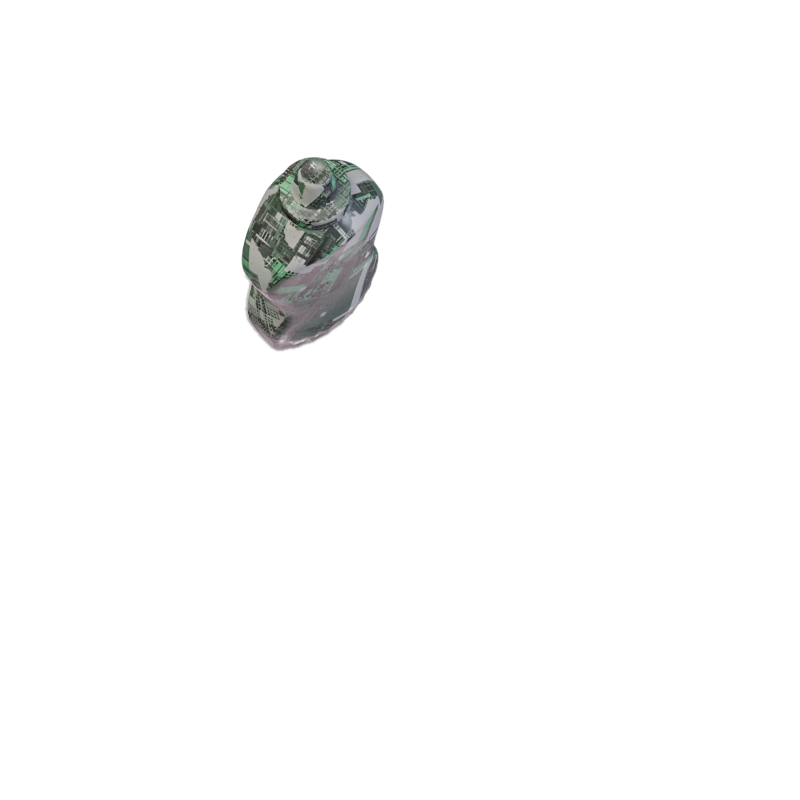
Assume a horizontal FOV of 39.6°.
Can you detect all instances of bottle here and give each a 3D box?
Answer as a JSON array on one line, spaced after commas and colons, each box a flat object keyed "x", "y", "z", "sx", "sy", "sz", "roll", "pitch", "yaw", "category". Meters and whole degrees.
[{"x": -0.053, "y": -0.098, "z": 0.685, "sx": 0.096, "sy": 0.061, "sz": 0.183, "roll": -38, "pitch": -11, "yaw": -14, "category": "bottle"}]
